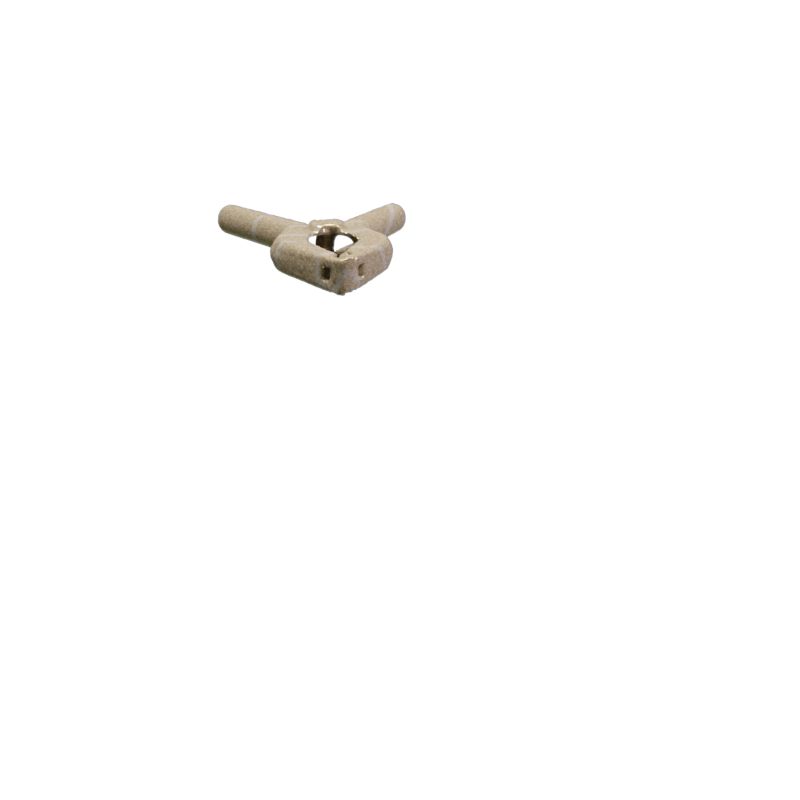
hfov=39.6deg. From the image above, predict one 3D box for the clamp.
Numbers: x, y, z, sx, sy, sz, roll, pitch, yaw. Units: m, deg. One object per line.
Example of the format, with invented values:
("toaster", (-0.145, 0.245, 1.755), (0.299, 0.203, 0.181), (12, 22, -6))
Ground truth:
("clamp", (-0.070, -0.127, 0.891), (0.164, 0.035, 0.219), (-1, 21, -3))
